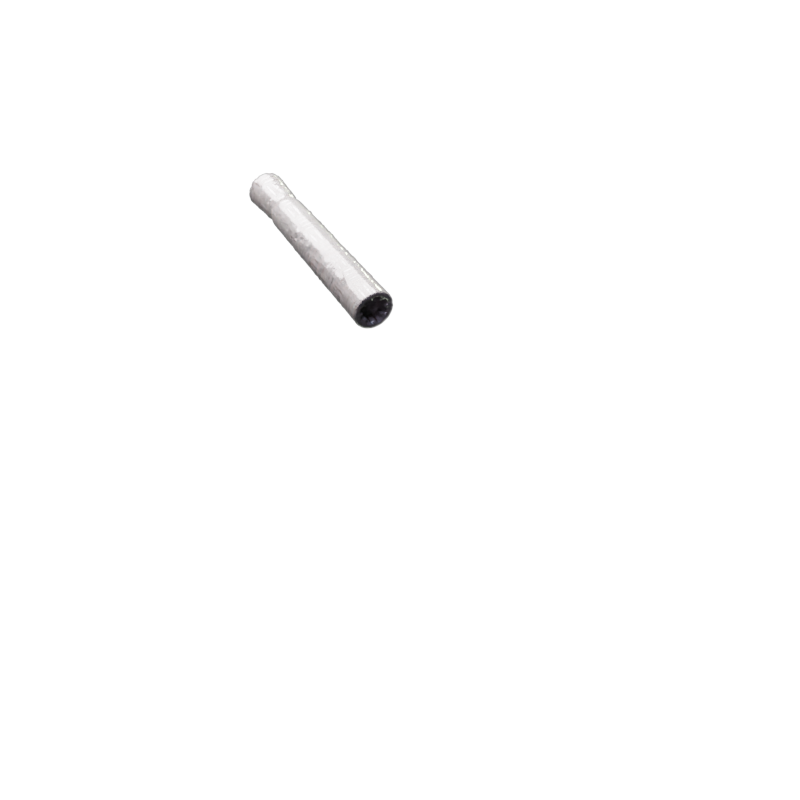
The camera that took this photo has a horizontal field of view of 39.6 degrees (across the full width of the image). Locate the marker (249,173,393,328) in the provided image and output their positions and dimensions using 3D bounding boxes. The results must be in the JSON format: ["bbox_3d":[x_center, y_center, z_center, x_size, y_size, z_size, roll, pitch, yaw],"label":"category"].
[{"bbox_3d":[-0.040,-0.074,0.516,0.019,0.019,0.131,-2,34,-31],"label":"marker"}]
